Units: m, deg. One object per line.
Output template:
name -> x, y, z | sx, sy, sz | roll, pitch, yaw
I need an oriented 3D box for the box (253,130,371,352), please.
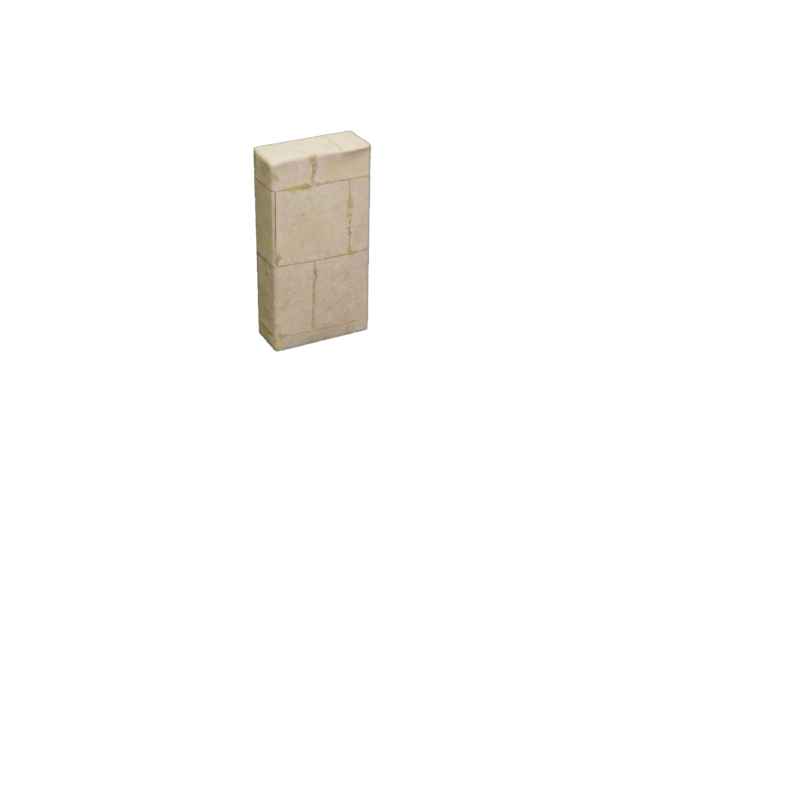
box -> -0.074, -0.134, 0.942 | 0.092, 0.166, 0.052 | -14, 34, -25
